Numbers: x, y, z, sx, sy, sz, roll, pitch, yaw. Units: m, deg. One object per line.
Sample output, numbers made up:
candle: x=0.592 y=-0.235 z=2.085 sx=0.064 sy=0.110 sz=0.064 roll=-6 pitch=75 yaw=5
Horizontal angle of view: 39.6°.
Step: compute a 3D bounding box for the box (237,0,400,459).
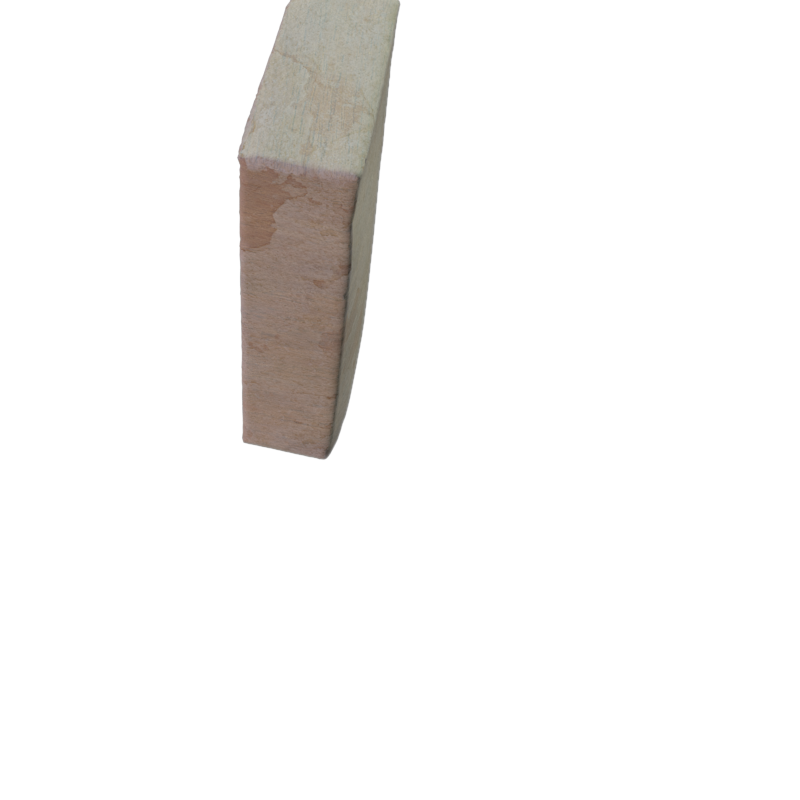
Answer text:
box: x=-0.034 y=-0.062 z=0.432 sx=0.048 sy=0.099 sz=0.165 roll=9 pitch=-37 yaw=2
